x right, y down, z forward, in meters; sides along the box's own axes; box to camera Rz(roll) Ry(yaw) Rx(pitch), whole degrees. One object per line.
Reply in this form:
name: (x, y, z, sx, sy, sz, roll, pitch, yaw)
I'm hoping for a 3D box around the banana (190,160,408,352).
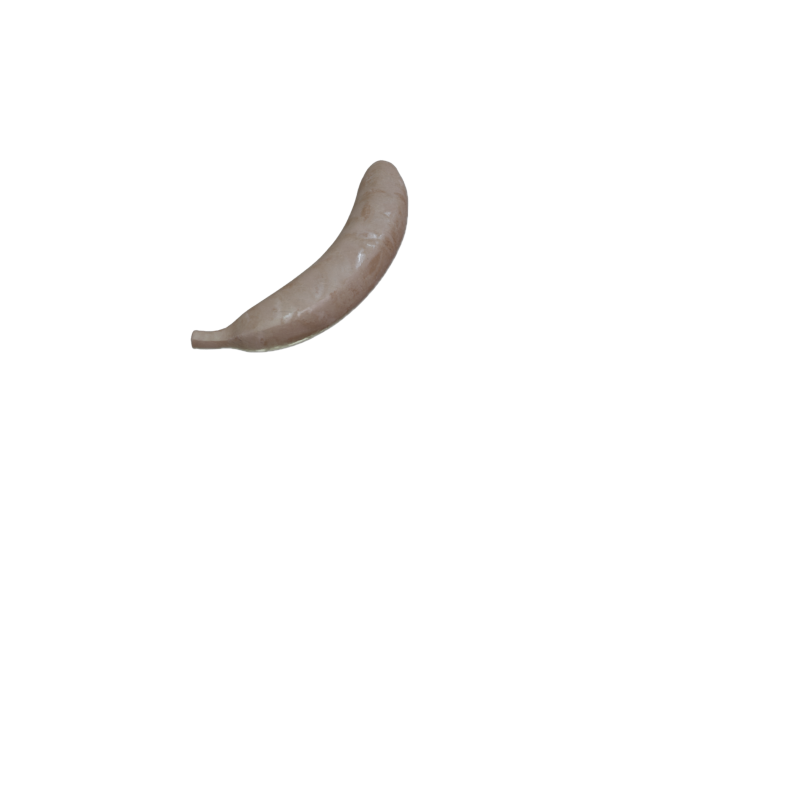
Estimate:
banana: (-0.041, -0.087, 0.679, 0.073, 0.034, 0.202, 26, 52, 22)
